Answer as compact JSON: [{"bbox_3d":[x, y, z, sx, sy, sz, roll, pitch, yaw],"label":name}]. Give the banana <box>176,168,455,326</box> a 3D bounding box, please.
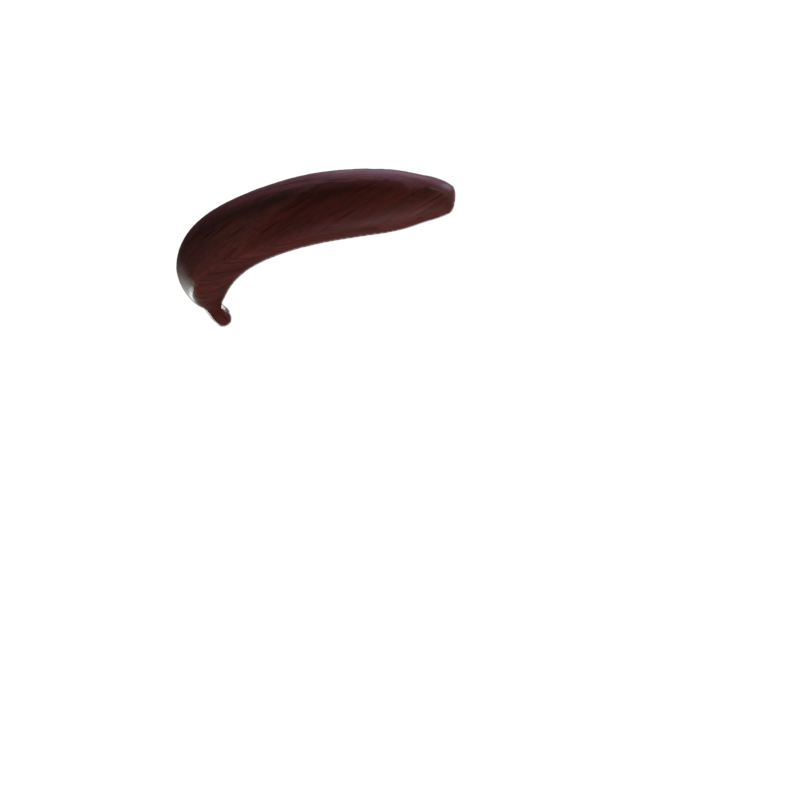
[{"bbox_3d":[-0.063,-0.088,0.589,0.066,0.039,0.200,17,-24,-41],"label":"banana"}]
